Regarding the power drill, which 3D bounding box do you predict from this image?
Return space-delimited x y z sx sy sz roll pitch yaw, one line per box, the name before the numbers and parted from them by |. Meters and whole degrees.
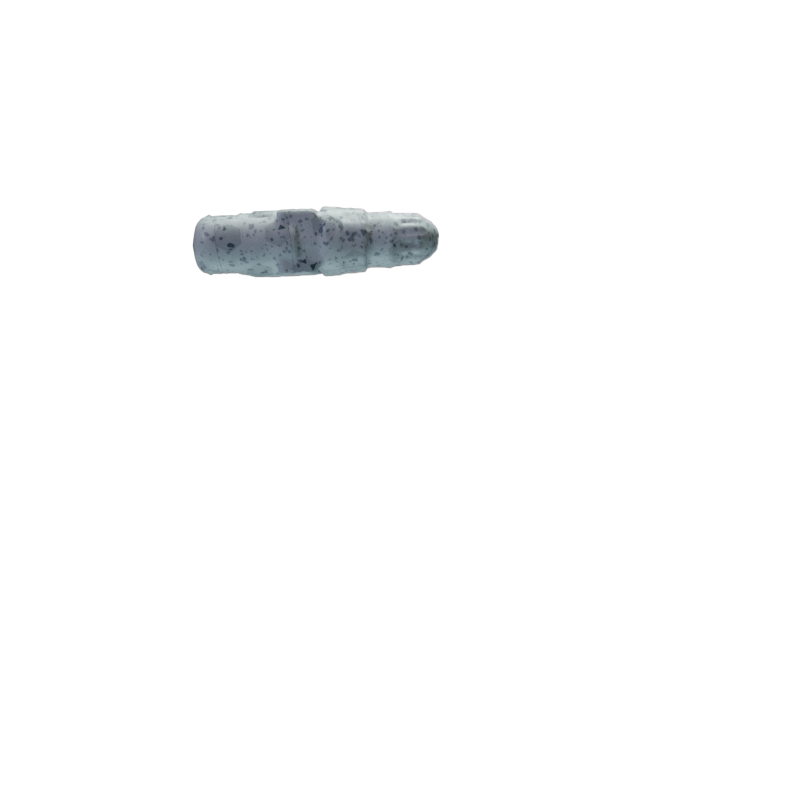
power drill | -0.071 -0.129 0.902 0.184 0.057 0.189 0 5 -4
